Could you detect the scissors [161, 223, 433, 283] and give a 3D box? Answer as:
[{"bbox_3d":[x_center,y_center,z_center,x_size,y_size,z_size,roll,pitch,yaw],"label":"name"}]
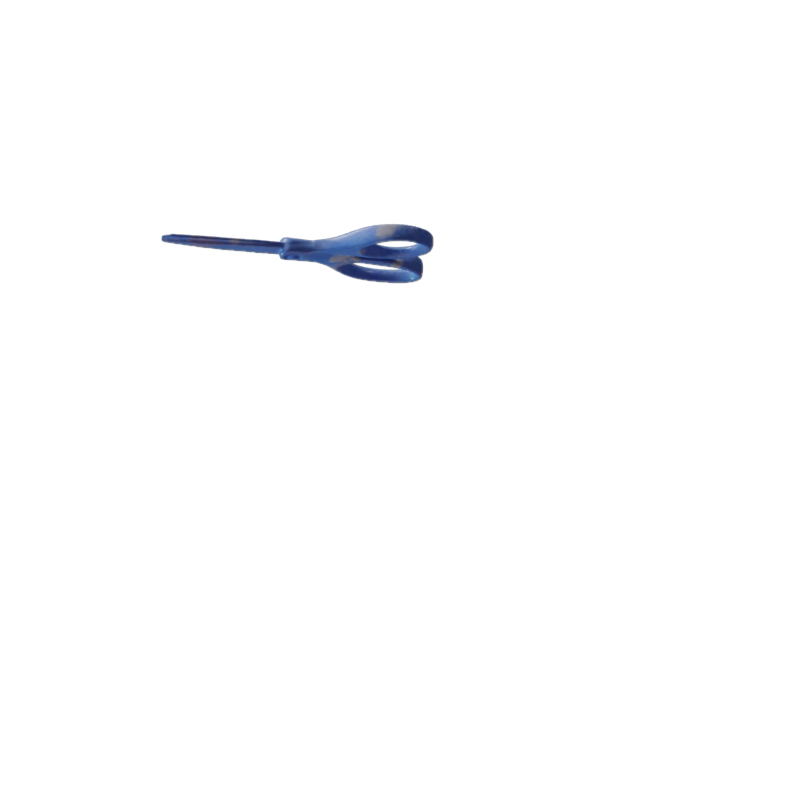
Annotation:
[{"bbox_3d":[-0.063,-0.116,0.810,0.194,0.016,0.095,9,-19,-27],"label":"scissors"}]
